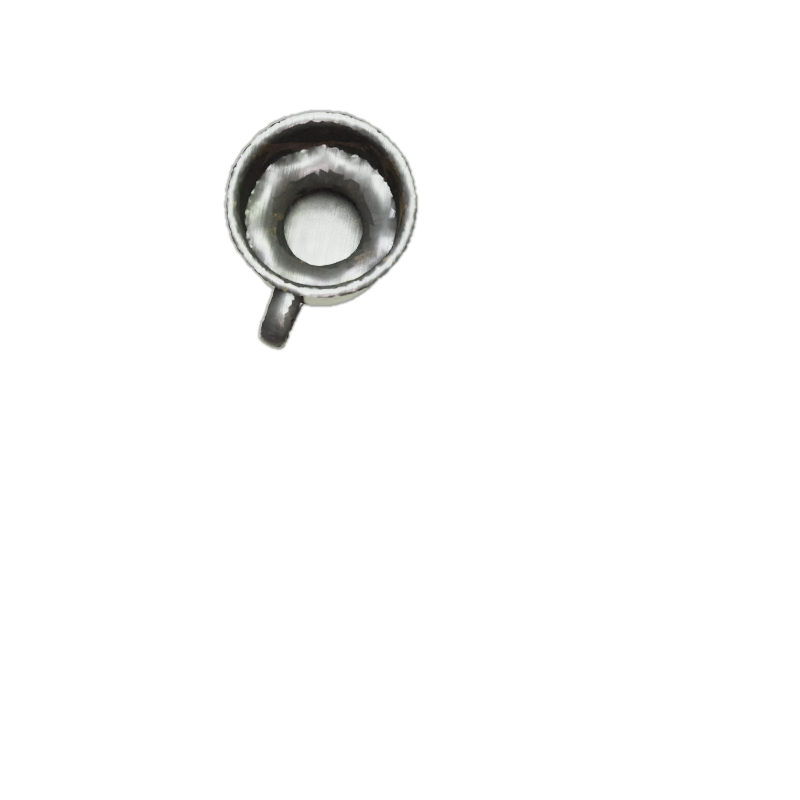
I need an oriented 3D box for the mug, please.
[{"bbox_3d":[-0.045,-0.082,0.572,0.094,0.119,0.080,18,-9,1],"label":"mug"}]
